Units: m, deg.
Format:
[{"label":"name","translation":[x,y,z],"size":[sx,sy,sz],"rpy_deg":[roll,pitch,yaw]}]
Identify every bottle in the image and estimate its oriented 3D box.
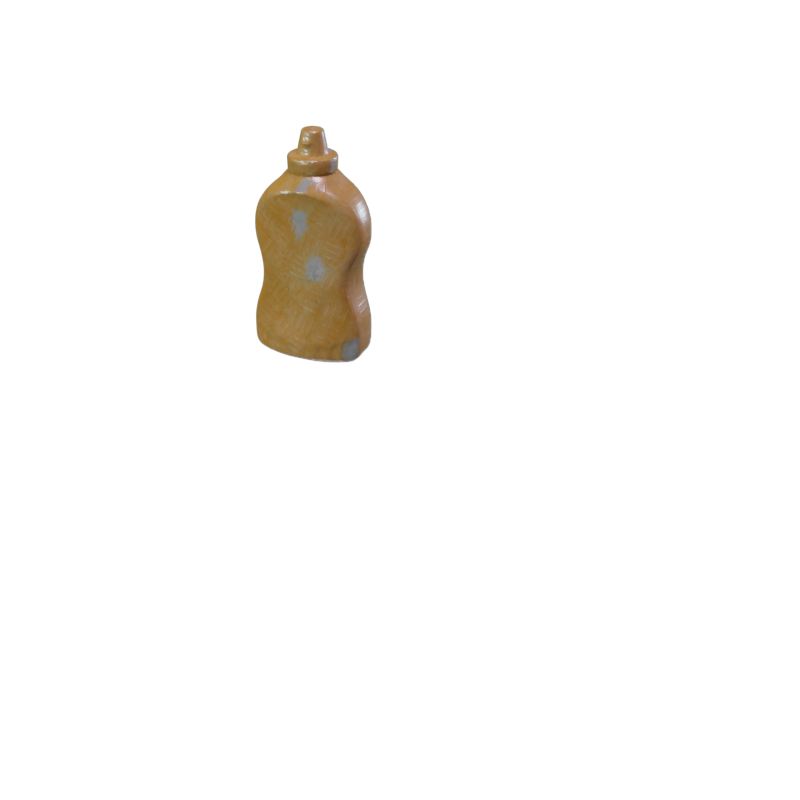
[{"label":"bottle","translation":[-0.071,-0.129,0.904],"size":[0.100,0.182,0.059],"rpy_deg":[12,25,23]}]
